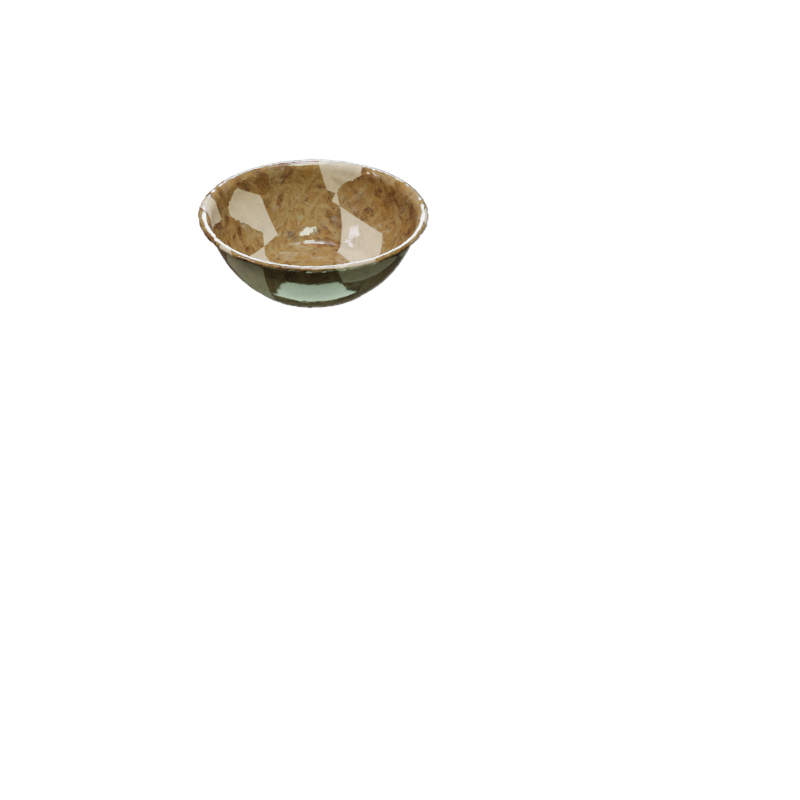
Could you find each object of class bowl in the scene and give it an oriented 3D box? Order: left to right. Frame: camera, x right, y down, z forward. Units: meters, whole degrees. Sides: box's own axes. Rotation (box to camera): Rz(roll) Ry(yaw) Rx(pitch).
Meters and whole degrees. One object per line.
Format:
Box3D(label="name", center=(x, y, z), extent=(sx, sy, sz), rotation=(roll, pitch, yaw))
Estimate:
Box3D(label="bowl", center=(-0.062, -0.113, 0.791), extent=(0.162, 0.052, 0.173), rotation=(-1, 35, -2))
